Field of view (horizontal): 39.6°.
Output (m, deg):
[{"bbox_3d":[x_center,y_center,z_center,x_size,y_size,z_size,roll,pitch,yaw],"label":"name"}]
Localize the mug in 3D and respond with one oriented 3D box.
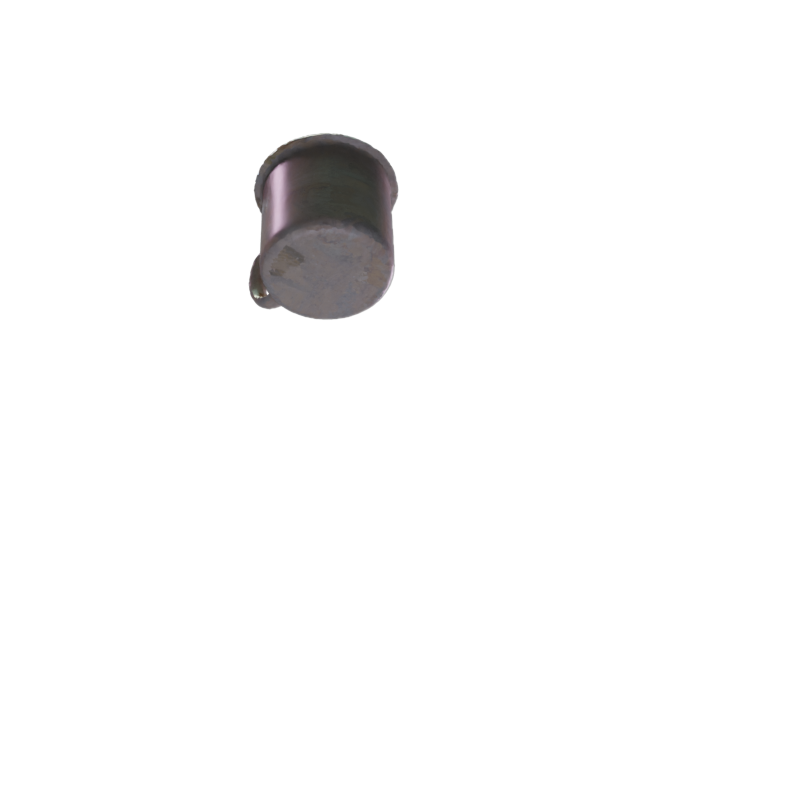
[{"bbox_3d":[-0.054,-0.099,0.694,0.116,0.087,0.087,-34,-53,29],"label":"mug"}]
